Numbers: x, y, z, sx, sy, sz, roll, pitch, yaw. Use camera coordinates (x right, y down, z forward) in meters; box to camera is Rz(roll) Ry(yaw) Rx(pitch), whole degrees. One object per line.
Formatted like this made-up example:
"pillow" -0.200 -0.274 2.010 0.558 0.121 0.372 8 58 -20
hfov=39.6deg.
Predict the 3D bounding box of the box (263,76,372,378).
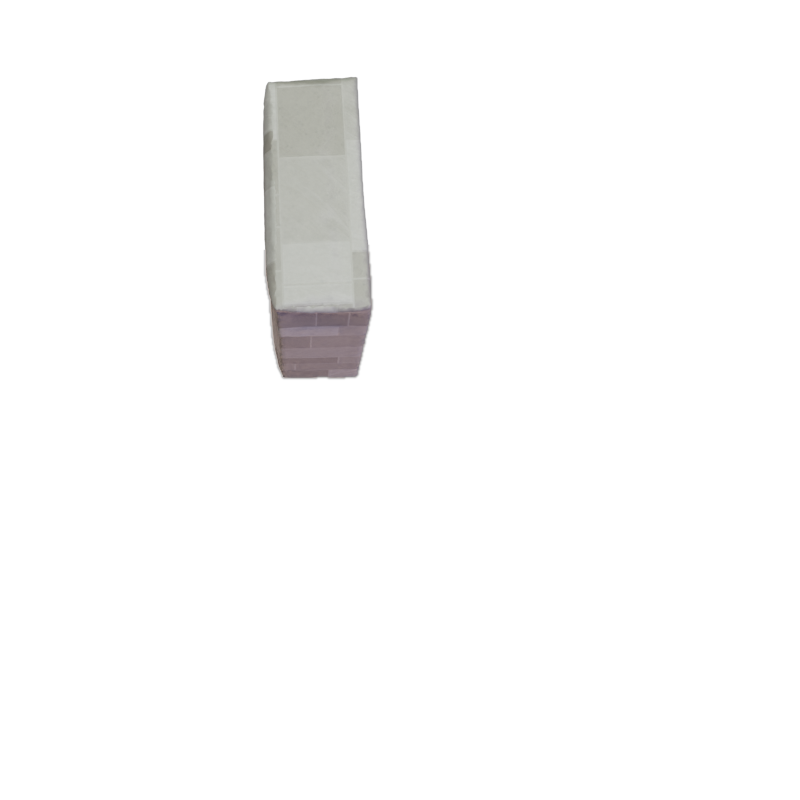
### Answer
"box" -0.064 -0.117 0.818 0.071 0.171 0.206 -3 -14 -5
